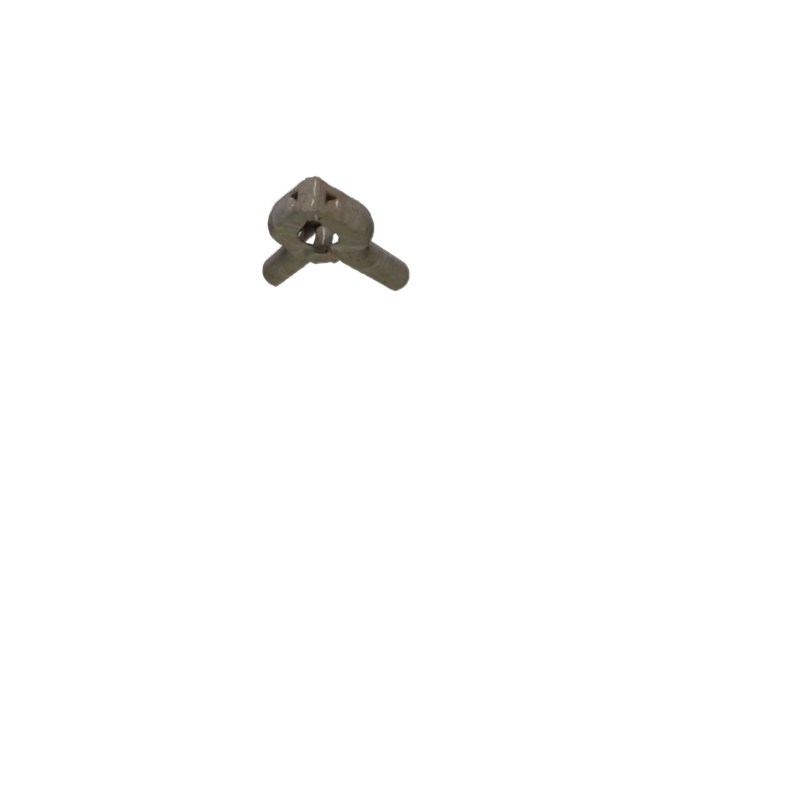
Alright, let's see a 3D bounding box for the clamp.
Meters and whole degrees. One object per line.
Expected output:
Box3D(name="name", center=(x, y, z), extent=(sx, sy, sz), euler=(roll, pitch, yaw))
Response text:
Box3D(name="clamp", center=(-0.067, -0.122, 0.852), extent=(0.122, 0.041, 0.160), euler=(-5, -21, 13))
